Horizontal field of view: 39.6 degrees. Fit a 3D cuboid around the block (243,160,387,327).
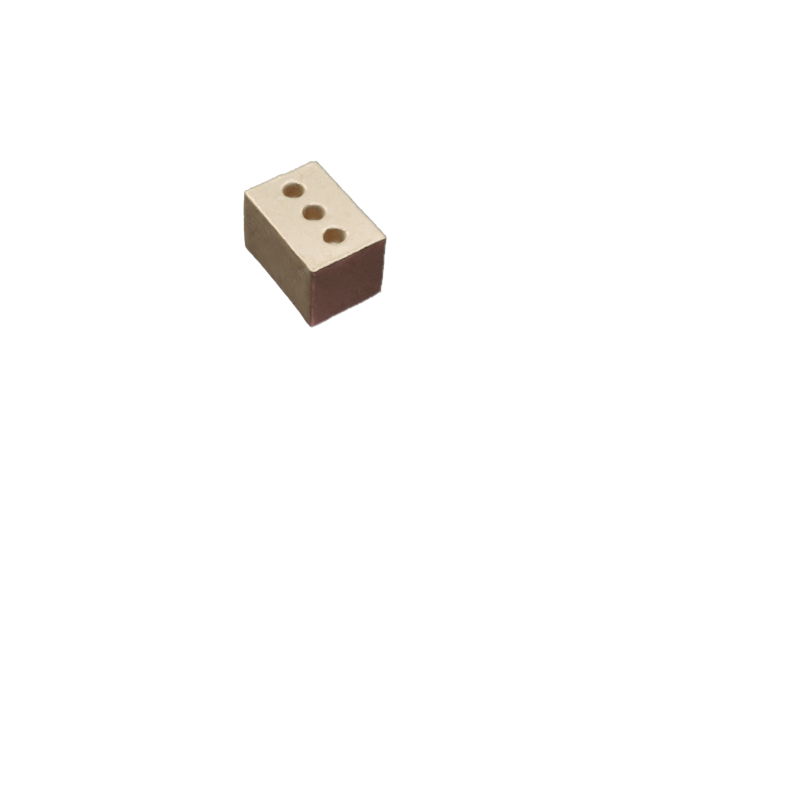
[{"bbox_3d":[-0.051,-0.093,0.654,0.053,0.084,0.048,-27,-34,-22],"label":"block"}]
